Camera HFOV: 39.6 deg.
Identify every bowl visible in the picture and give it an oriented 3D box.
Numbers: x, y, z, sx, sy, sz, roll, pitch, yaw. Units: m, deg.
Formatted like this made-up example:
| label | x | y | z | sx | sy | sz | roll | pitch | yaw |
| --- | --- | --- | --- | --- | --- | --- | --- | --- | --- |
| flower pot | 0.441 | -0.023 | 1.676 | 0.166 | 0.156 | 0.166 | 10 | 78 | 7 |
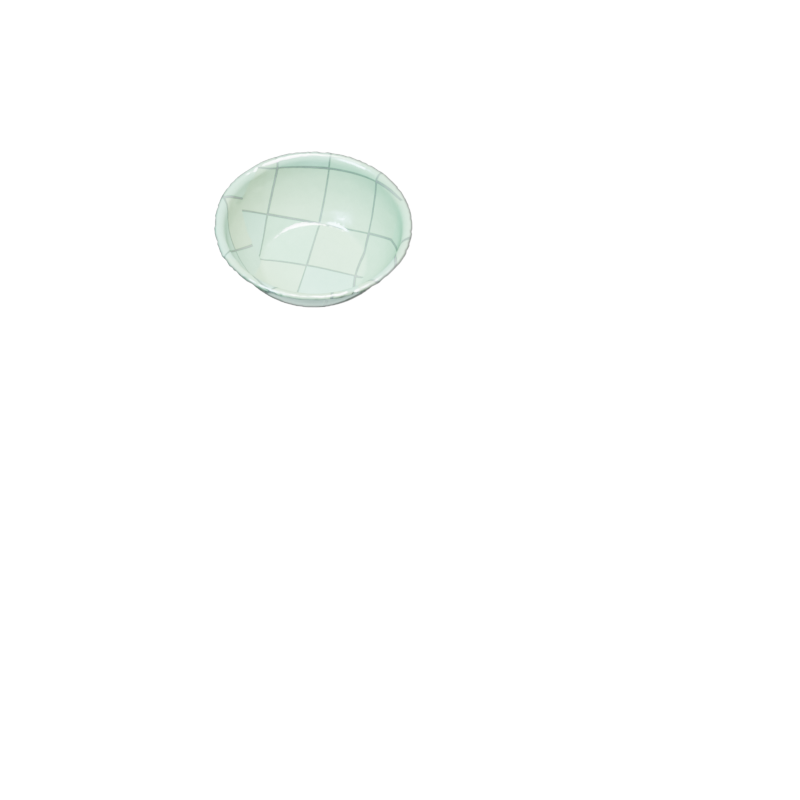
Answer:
| label | x | y | z | sx | sy | sz | roll | pitch | yaw |
| --- | --- | --- | --- | --- | --- | --- | --- | --- | --- |
| bowl | -0.072 | -0.131 | 0.920 | 0.162 | 0.174 | 0.051 | -1 | -38 | -1 |
